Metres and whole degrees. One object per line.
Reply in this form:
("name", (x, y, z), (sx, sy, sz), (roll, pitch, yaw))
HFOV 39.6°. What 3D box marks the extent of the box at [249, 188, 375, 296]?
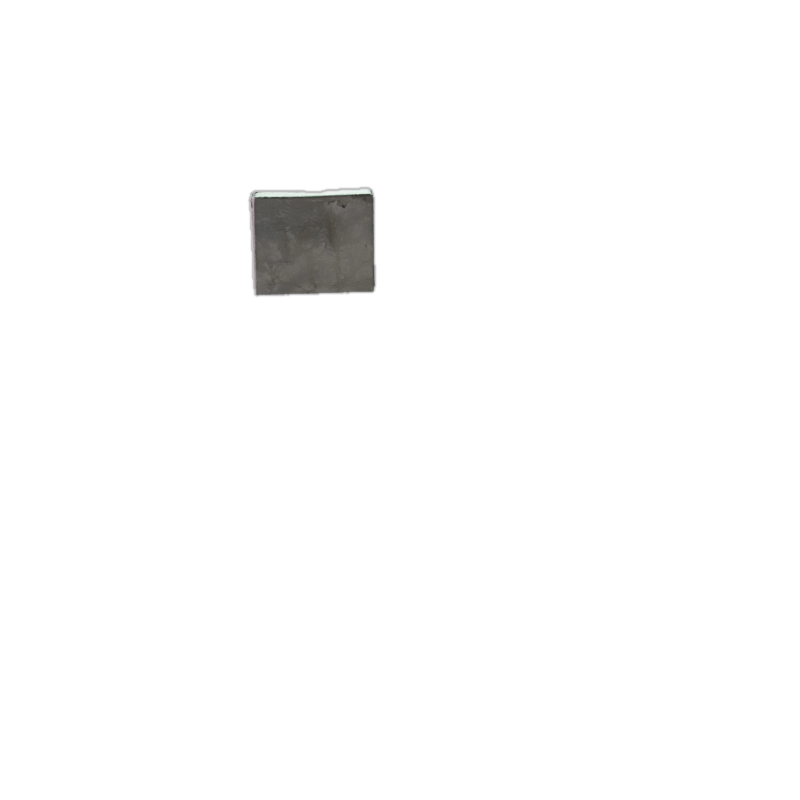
("box", (-0.063, -0.115, 0.807), (0.089, 0.071, 0.031), (-1, 13, 0))
